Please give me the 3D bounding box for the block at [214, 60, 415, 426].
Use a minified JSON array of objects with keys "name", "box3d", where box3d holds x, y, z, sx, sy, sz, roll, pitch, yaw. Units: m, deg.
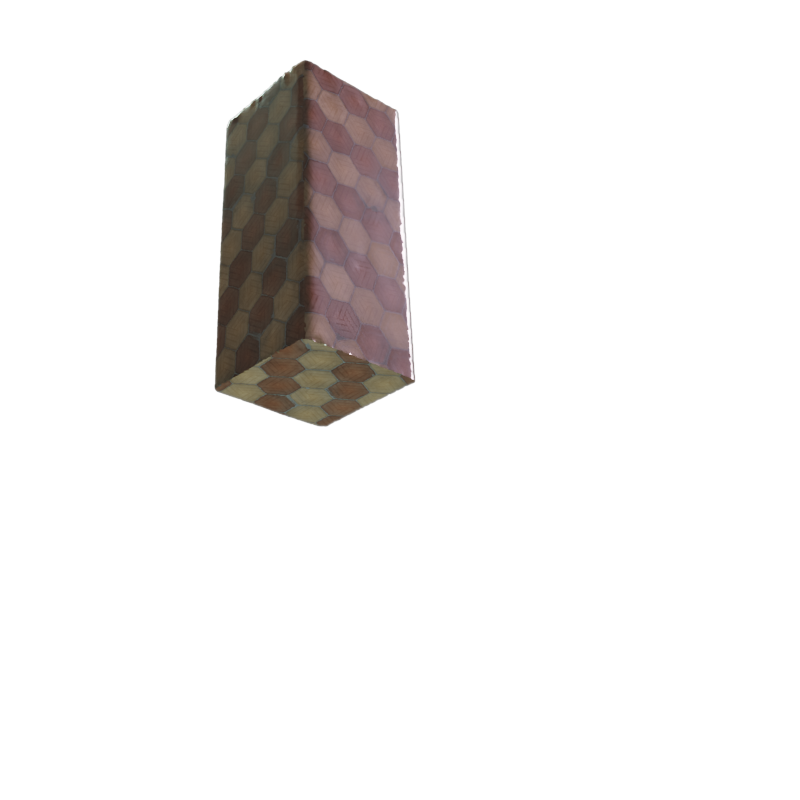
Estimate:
[{"name":"block","box3d":[-0.057,-0.103,0.717,0.085,0.220,0.090,23,-38,-36]}]
